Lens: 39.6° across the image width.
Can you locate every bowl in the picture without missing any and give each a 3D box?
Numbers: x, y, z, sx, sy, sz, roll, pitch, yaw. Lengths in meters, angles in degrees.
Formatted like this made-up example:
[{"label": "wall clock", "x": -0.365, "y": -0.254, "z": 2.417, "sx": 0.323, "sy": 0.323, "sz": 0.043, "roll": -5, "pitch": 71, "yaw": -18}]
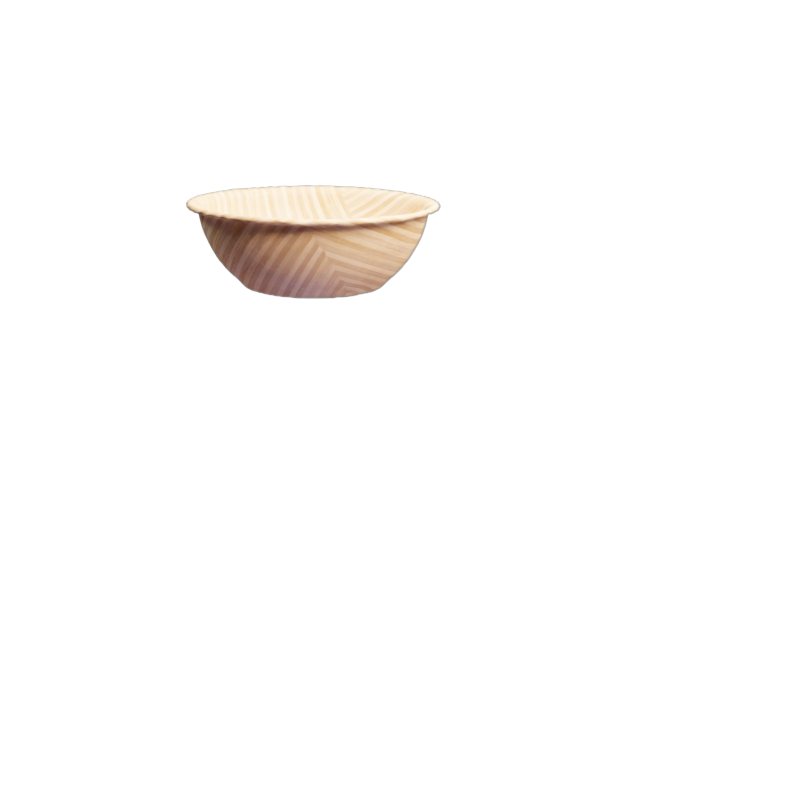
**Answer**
[{"label": "bowl", "x": -0.056, "y": -0.102, "z": 0.711, "sx": 0.162, "sy": 0.053, "sz": 0.168, "roll": -1, "pitch": 17, "yaw": -2}]
